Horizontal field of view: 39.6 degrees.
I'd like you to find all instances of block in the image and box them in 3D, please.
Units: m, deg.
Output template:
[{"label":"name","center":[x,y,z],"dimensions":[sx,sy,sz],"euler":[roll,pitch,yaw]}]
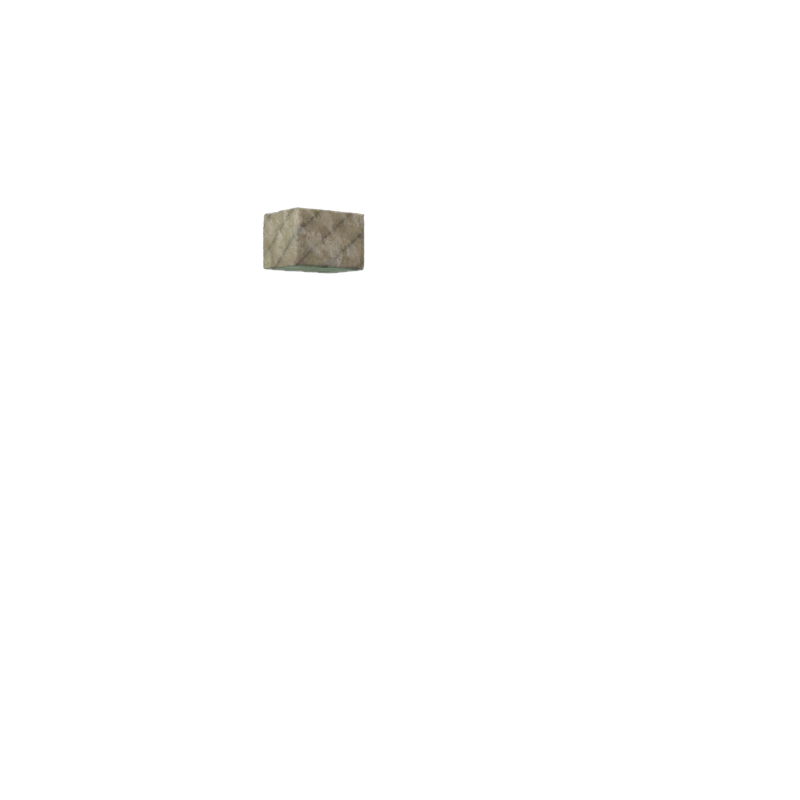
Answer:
[{"label":"block","center":[-0.078,-0.141,0.990],"dimensions":[0.075,0.052,0.054],"euler":[0,-2,-39]}]
